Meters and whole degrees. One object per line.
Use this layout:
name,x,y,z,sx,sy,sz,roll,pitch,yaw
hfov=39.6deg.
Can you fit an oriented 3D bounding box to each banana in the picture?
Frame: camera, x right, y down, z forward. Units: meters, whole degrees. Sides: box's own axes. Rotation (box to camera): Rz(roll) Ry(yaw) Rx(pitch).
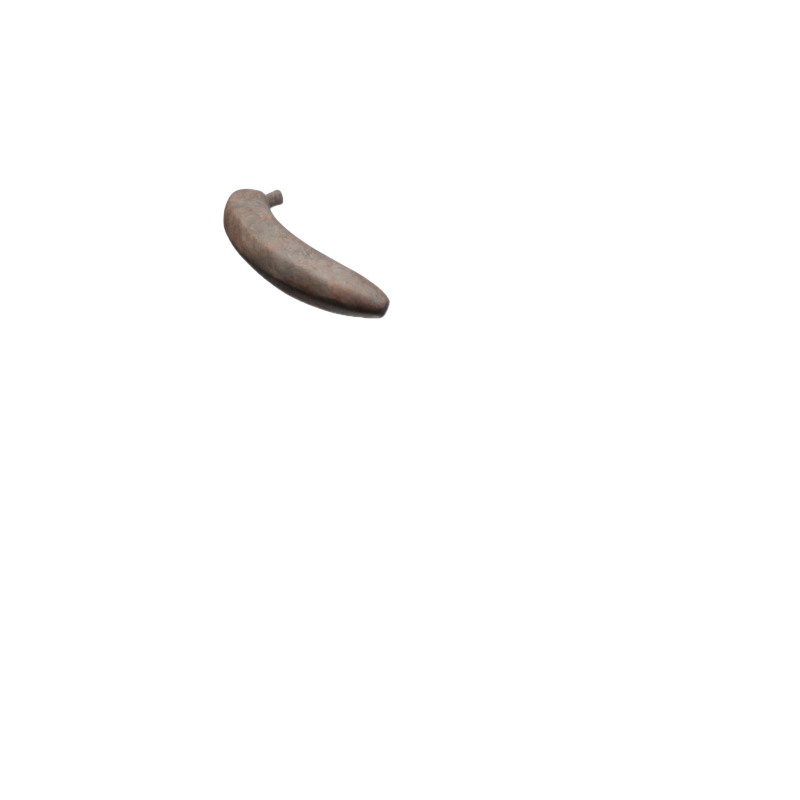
banana,-0.080,-0.110,0.783,0.068,0.034,0.214,-15,37,-21
